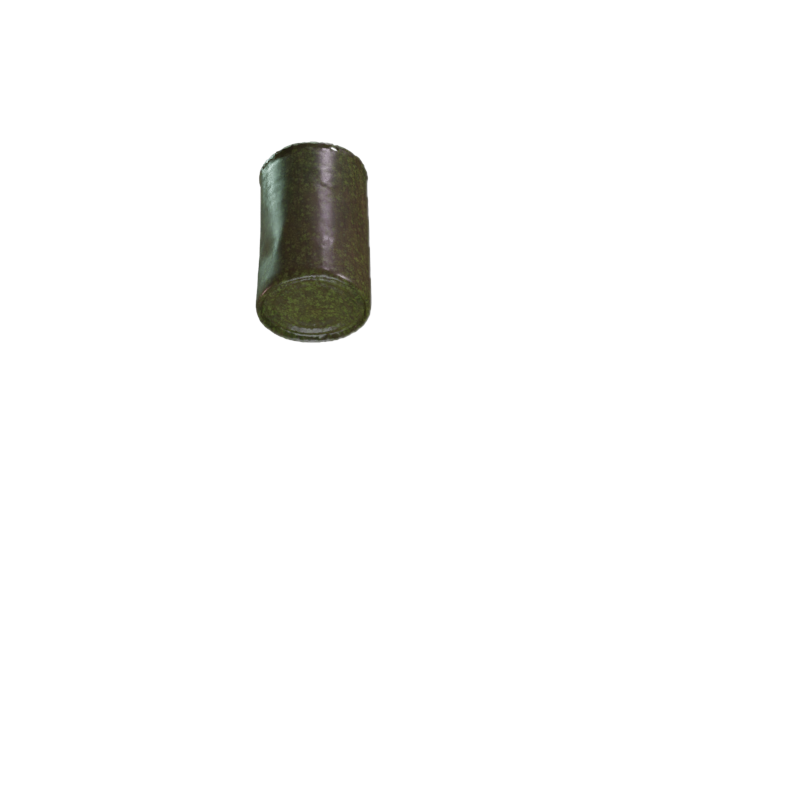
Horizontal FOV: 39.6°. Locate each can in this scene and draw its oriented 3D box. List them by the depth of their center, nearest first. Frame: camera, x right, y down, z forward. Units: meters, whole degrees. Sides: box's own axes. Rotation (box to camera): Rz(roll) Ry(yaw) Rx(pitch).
[{"bbox_3d":[-0.052,-0.094,0.659,0.068,0.109,0.064,-1,-36,-2],"label":"can"}]
